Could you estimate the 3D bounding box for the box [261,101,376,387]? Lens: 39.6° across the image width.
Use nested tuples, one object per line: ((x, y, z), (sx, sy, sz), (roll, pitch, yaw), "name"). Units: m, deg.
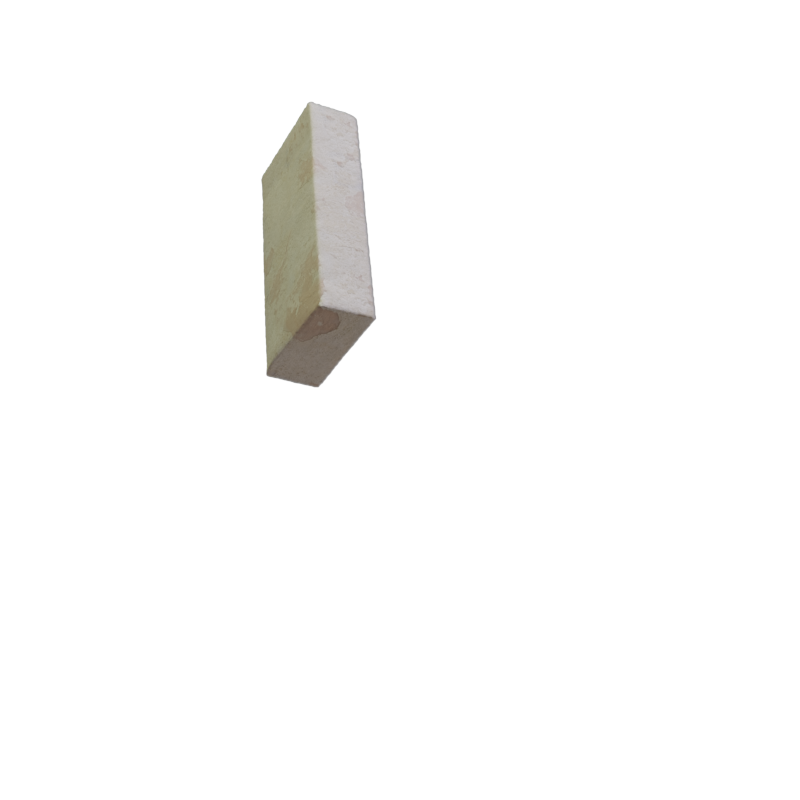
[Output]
((-0.059, -0.109, 0.760), (0.046, 0.189, 0.090), (15, -38, -24), "box")
